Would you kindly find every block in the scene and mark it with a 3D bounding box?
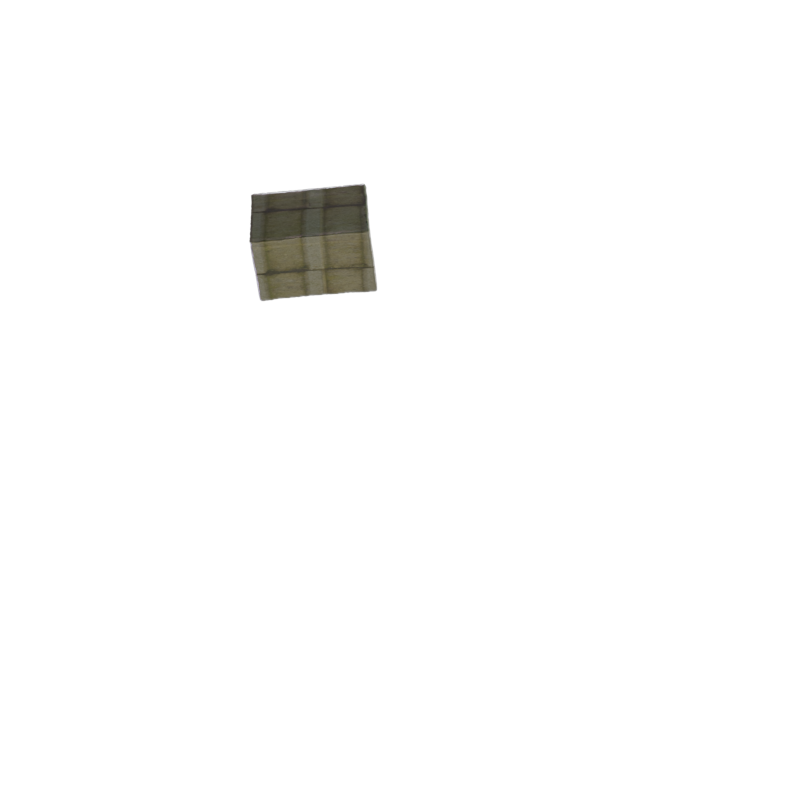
[{"bbox_3d":[-0.056,-0.103,0.720,0.078,0.049,0.055,-4,44,2],"label":"block"}]
